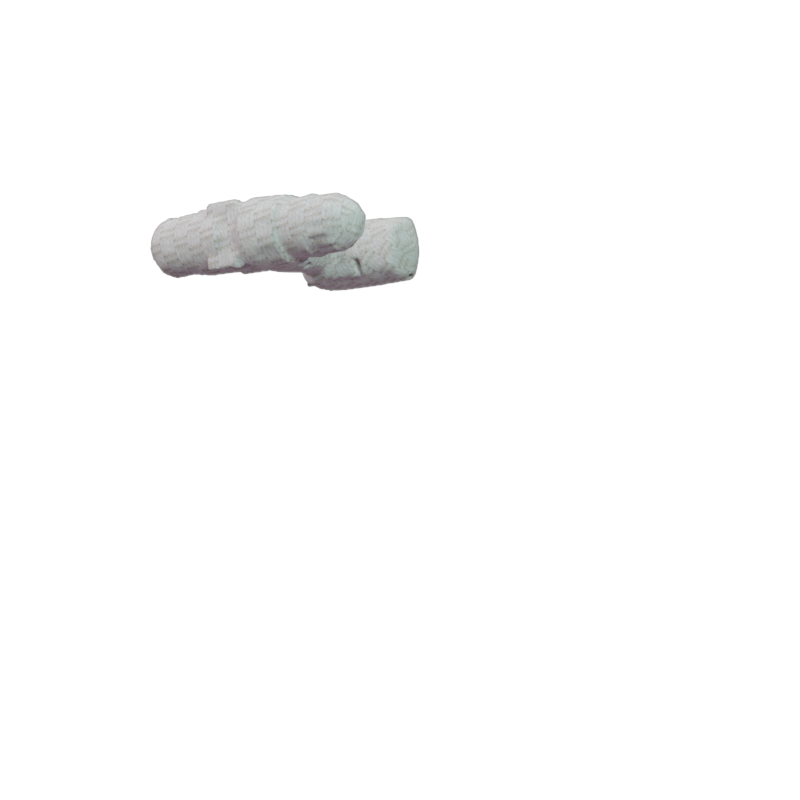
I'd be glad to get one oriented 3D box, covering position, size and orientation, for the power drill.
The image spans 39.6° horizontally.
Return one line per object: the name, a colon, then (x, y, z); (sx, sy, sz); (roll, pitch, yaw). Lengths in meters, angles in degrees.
power drill: (-0.066, -0.120, 0.841); (0.191, 0.058, 0.179); (0, -1, 36)
